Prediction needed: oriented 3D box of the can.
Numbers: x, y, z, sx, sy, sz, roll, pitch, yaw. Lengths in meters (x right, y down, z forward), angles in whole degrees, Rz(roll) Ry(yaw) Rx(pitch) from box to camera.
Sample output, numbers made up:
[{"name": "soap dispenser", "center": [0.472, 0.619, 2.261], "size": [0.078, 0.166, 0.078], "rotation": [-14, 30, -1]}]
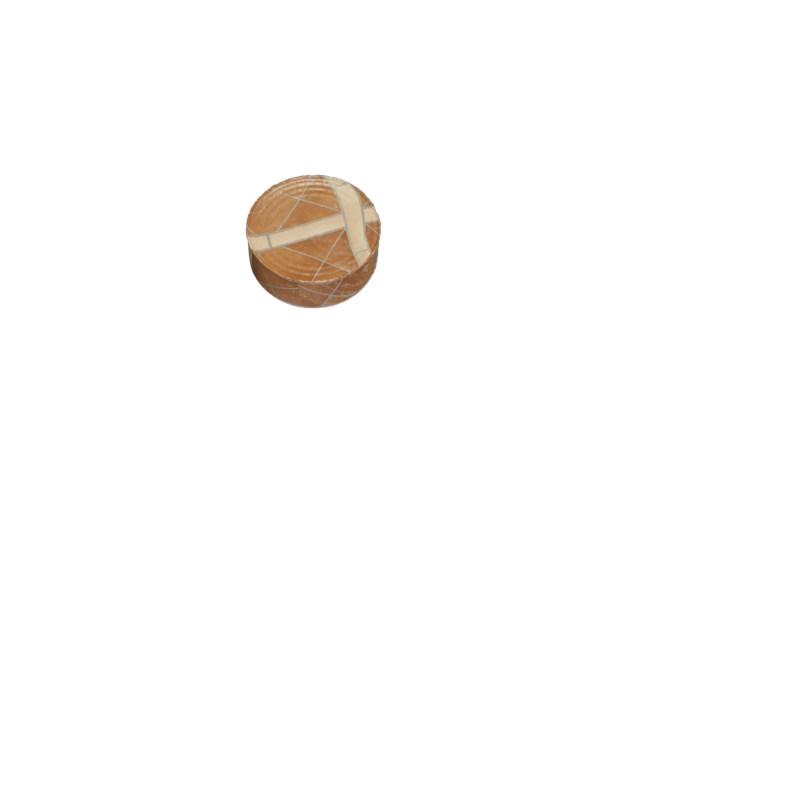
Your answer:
[{"name": "can", "center": [-0.056, -0.102, 0.715], "size": [0.086, 0.092, 0.031], "rotation": [-1, -34, -1]}]
